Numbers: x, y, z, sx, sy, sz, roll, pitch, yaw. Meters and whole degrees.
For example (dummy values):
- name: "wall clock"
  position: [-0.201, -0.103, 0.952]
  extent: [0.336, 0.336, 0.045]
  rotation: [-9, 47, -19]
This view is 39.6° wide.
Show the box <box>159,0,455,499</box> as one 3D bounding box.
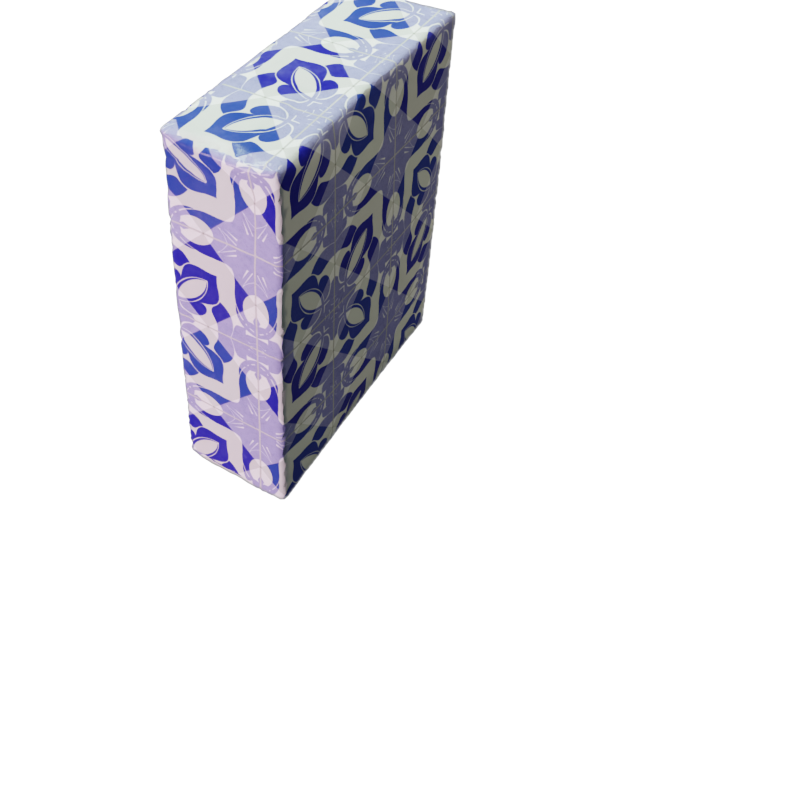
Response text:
- name: "box"
  position: [-0.045, -0.082, 0.576]
  extent: [0.075, 0.199, 0.169]
  rotation: [22, 47, 18]
